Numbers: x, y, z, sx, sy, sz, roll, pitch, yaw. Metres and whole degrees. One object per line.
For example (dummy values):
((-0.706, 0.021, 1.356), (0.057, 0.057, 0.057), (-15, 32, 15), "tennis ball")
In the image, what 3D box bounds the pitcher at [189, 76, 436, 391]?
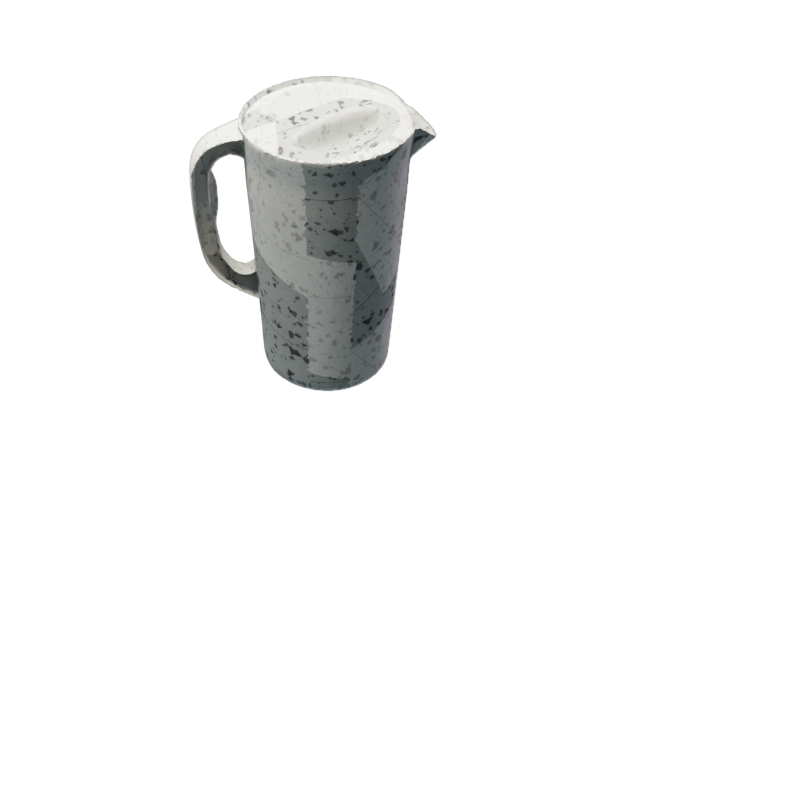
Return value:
((-0.070, -0.128, 0.893), (0.157, 0.227, 0.147), (25, 44, 25), "pitcher")
